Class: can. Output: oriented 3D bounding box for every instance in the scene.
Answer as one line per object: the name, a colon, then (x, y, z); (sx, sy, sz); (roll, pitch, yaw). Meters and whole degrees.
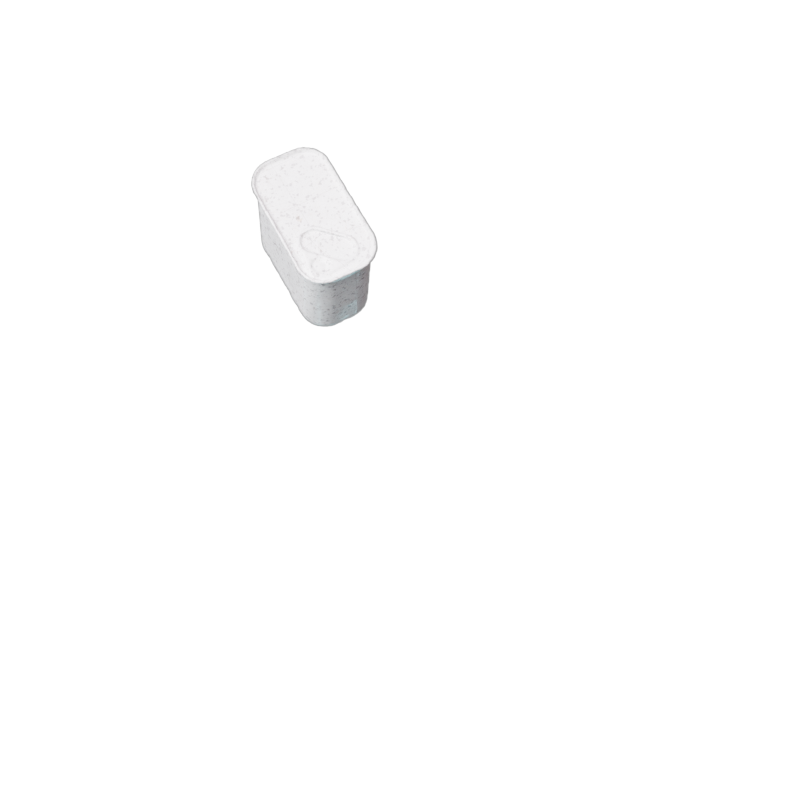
can: (-0.060, -0.110, 0.774); (0.057, 0.108, 0.079); (-25, -22, -13)
